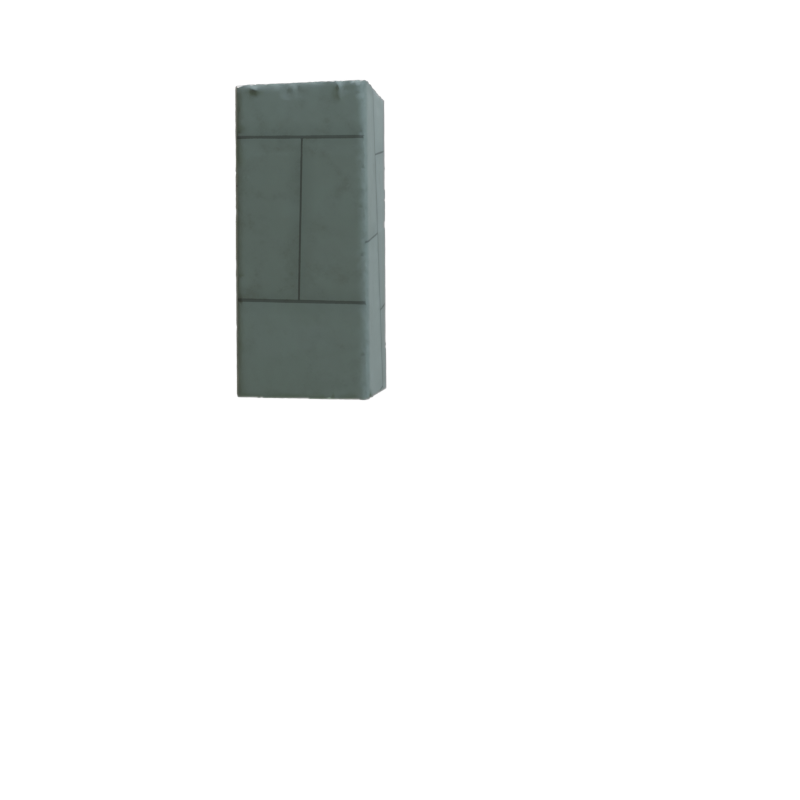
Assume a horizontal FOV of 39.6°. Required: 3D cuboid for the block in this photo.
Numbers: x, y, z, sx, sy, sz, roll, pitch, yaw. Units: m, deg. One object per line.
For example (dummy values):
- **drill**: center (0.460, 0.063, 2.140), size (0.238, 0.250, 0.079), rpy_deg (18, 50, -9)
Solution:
- **block**: center (-0.060, -0.109, 0.762), size (0.092, 0.207, 0.089), rpy_deg (0, -1, 10)
